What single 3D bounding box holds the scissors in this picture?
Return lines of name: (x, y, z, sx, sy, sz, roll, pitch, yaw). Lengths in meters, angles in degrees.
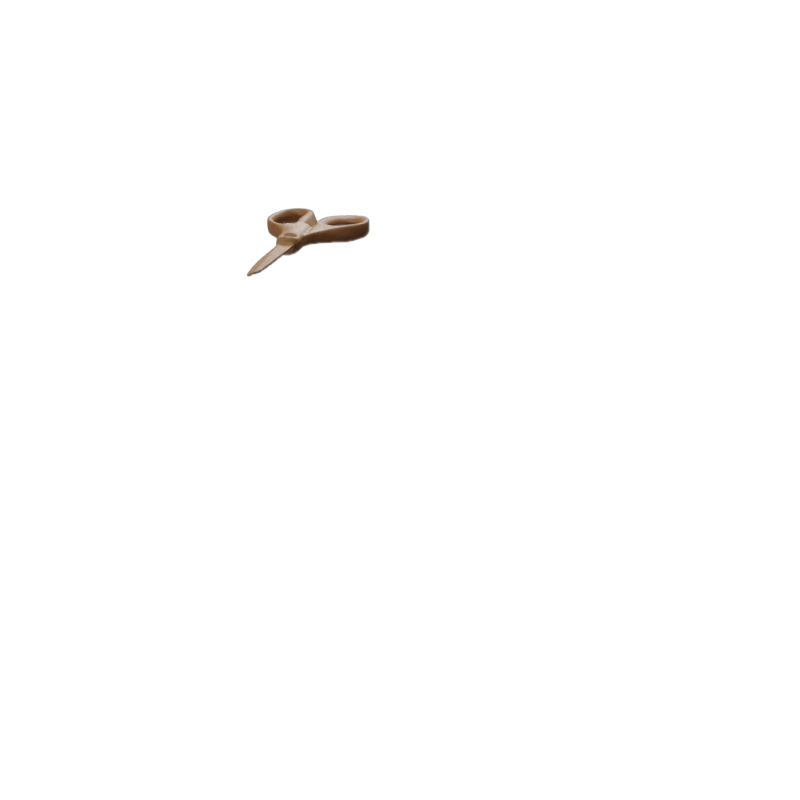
scissors: (-0.069, -0.126, 0.882, 0.096, 0.015, 0.211, -1, 21, -4)
